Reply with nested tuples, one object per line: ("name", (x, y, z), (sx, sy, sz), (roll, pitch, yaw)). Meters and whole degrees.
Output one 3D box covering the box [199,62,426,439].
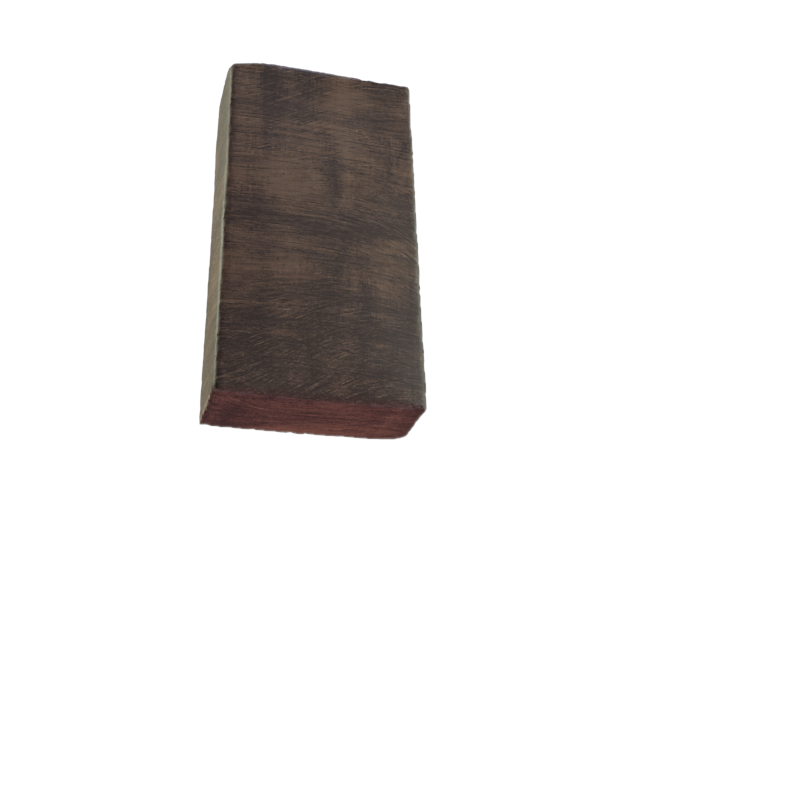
("box", (-0.040, -0.073, 0.511), (0.091, 0.187, 0.046), (5, -29, -13))
